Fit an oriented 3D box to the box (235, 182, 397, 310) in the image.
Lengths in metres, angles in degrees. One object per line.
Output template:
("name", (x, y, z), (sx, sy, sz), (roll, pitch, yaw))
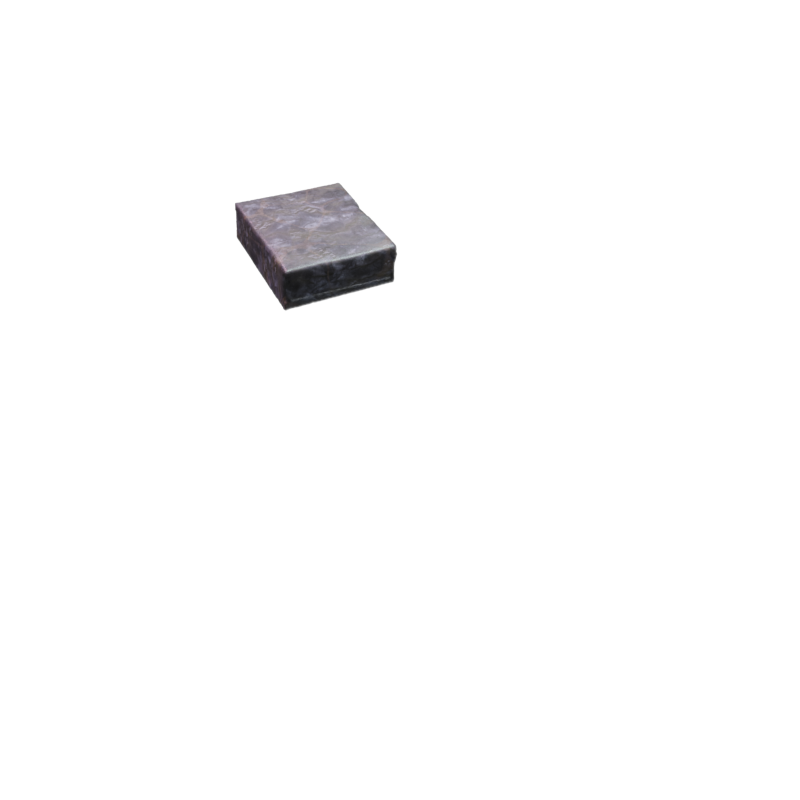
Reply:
("box", (-0.054, -0.098, 0.686), (0.072, 0.028, 0.097), (-15, 40, -19))
